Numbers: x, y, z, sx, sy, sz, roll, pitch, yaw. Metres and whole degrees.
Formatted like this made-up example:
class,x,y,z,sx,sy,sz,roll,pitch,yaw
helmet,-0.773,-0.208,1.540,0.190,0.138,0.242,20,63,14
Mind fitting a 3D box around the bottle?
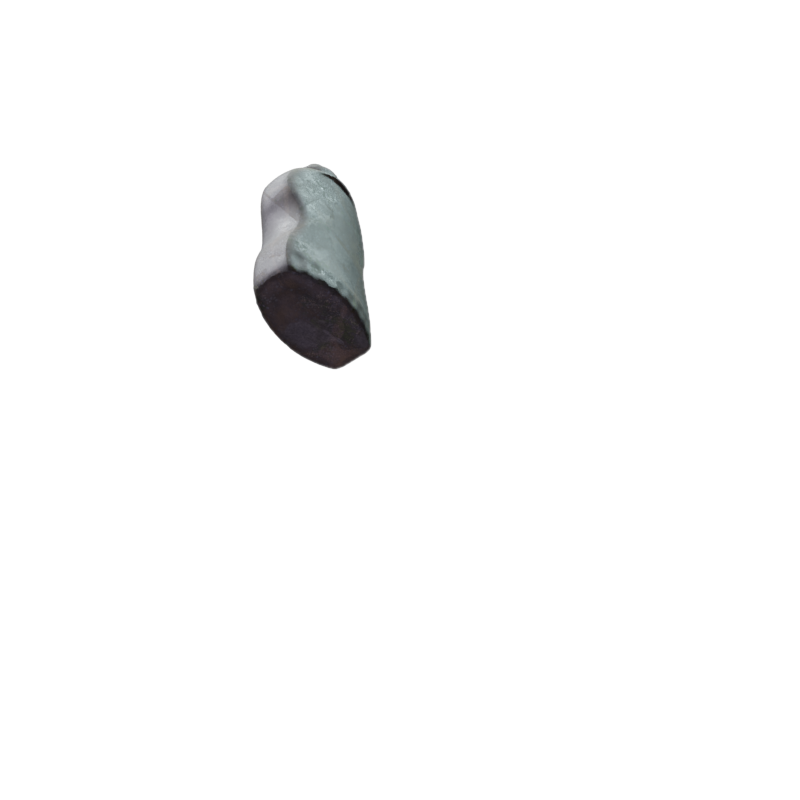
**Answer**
class,x,y,z,sx,sy,sz,roll,pitch,yaw
bottle,-0.064,-0.117,0.819,0.058,0.205,0.090,-34,-56,22
